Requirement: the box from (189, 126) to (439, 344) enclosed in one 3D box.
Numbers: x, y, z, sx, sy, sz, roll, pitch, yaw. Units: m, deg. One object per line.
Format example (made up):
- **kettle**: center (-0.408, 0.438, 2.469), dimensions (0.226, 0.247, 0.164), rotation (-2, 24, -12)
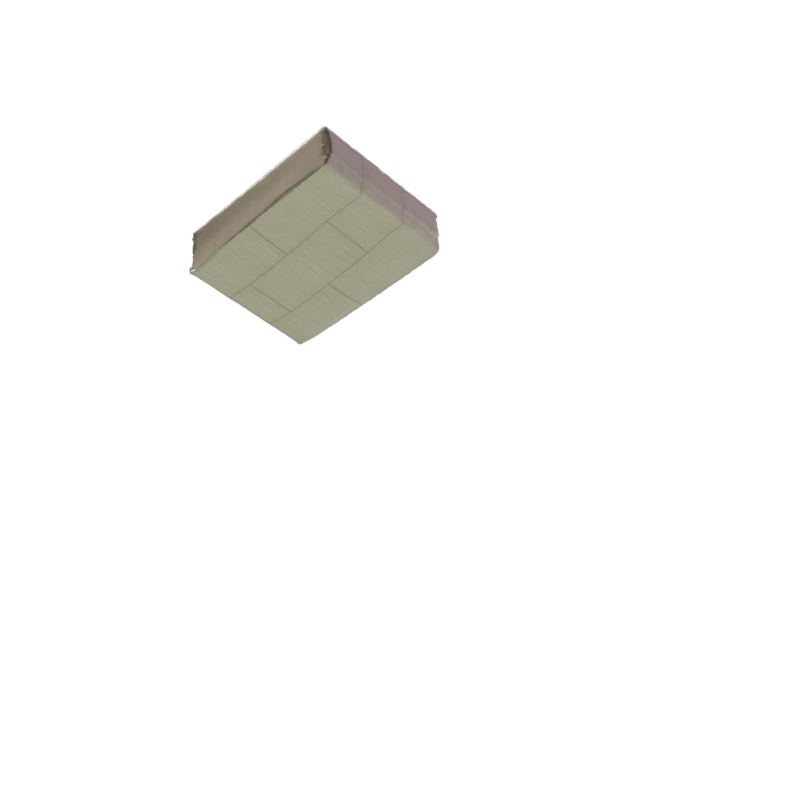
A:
- **box**: center (-0.049, -0.089, 0.621), dimensions (0.112, 0.042, 0.084), rotation (-34, -54, 29)
